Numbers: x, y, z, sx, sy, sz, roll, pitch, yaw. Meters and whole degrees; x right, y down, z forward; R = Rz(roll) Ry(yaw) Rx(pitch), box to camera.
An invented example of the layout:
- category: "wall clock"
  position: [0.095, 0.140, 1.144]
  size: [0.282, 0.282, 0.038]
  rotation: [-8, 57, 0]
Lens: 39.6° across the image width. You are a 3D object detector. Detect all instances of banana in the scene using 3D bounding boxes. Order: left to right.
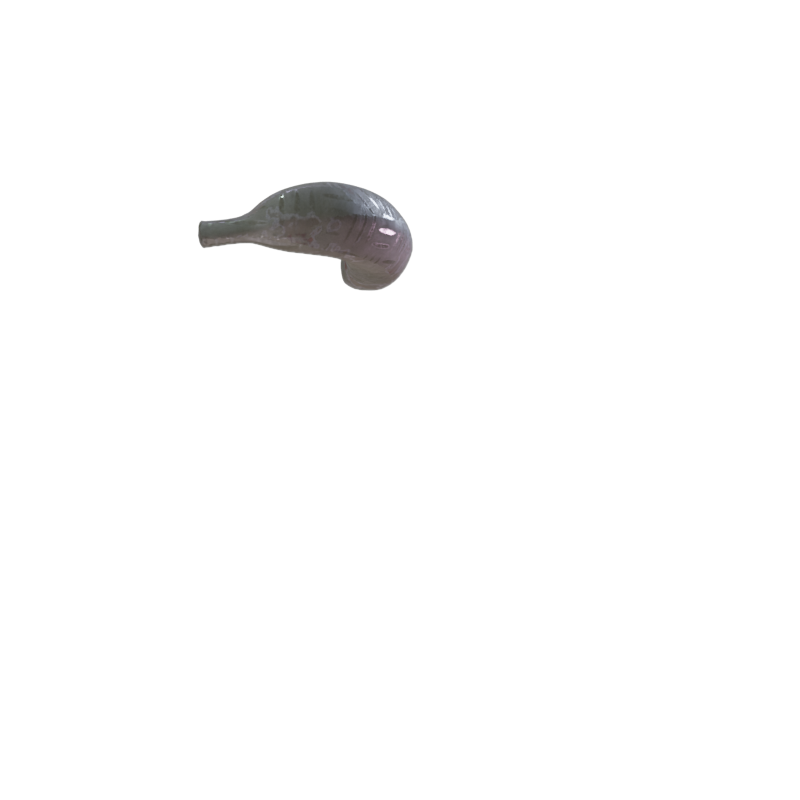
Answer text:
- category: "banana"
  position: [-0.029, -0.083, 0.571]
  size: [0.071, 0.037, 0.190]
  rotation: [-2, -3, 20]
